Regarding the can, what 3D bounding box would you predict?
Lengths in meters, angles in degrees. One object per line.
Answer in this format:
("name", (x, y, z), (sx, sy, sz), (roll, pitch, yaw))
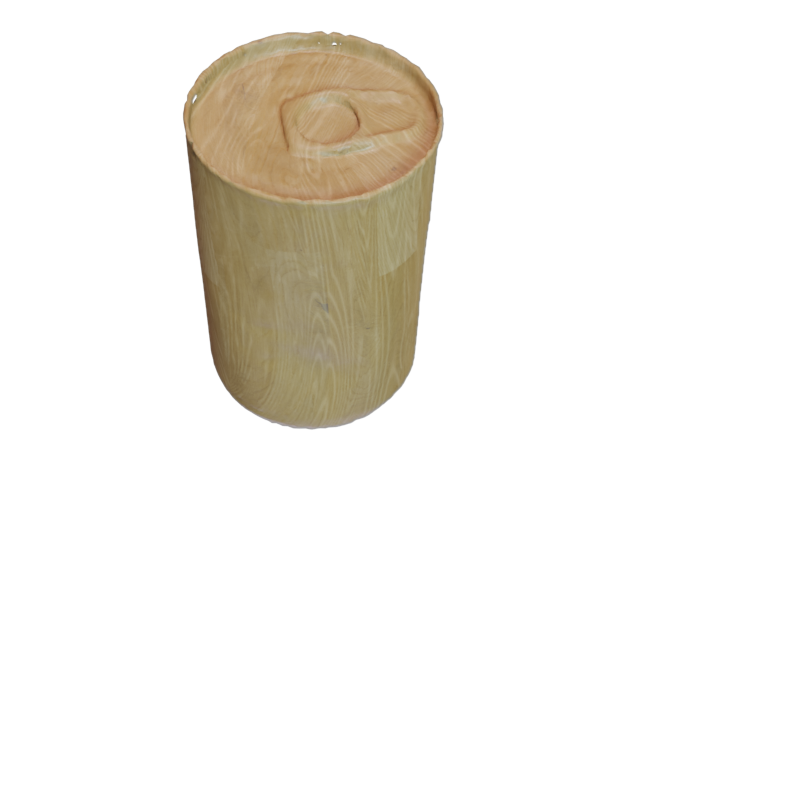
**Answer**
("can", (-0.025, -0.046, 0.325), (0.068, 0.073, 0.095), (0, -39, -3))
